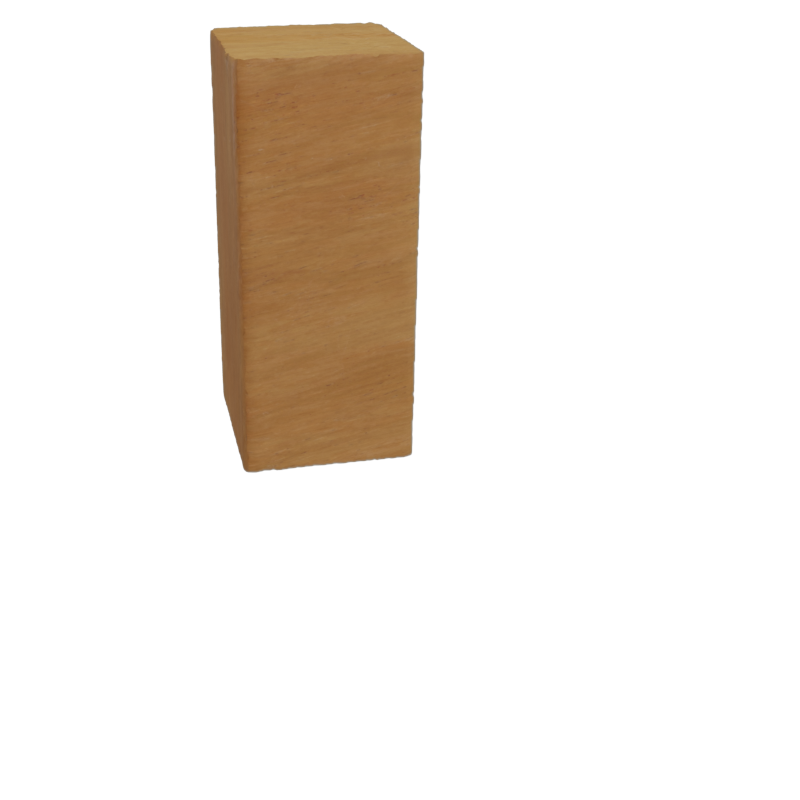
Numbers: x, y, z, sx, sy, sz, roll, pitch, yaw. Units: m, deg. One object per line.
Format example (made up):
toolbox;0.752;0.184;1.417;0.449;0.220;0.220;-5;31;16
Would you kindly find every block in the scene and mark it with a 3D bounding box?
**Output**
block;-0.045;-0.080;0.561;0.089;0.196;0.096;-4;23;-13
